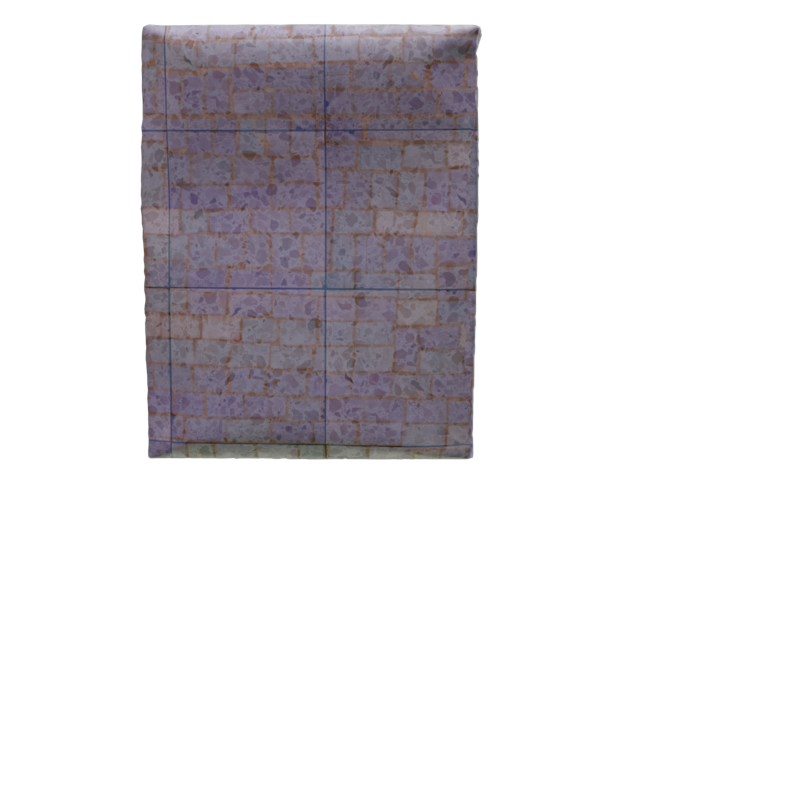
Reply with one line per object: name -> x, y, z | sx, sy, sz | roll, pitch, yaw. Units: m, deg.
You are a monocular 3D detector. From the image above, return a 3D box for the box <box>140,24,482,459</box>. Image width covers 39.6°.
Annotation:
box -> -0.044, -0.080, 0.557 | 0.165, 0.210, 0.073 | 1, 8, 3
